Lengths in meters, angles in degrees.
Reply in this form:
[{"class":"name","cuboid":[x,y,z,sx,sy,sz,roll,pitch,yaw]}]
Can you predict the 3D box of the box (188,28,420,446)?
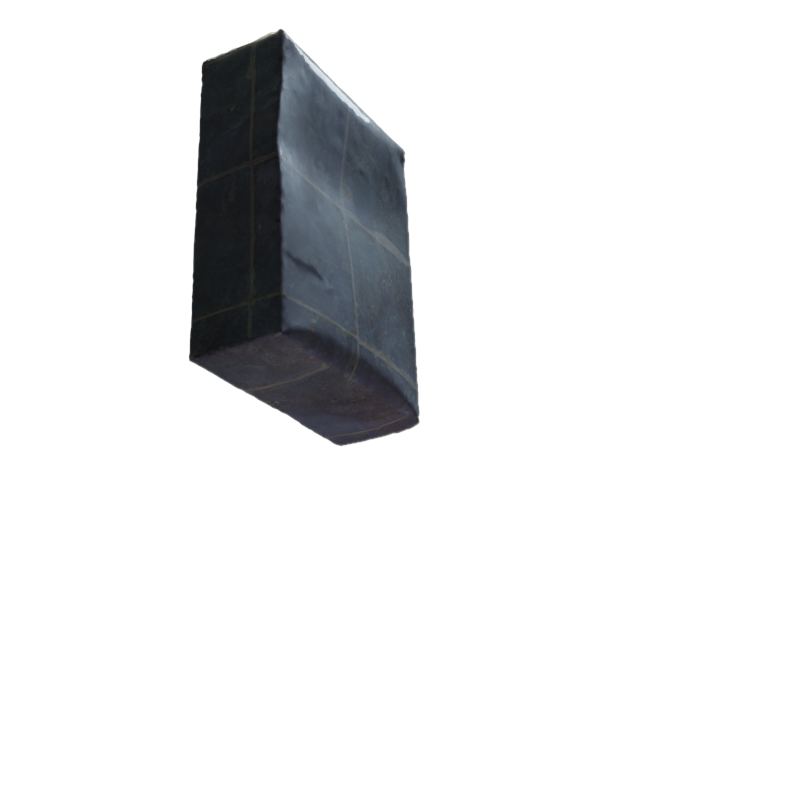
[{"class":"box","cuboid":[-0.055,-0.100,0.700,0.073,0.227,0.152,-17,-31,26]}]
